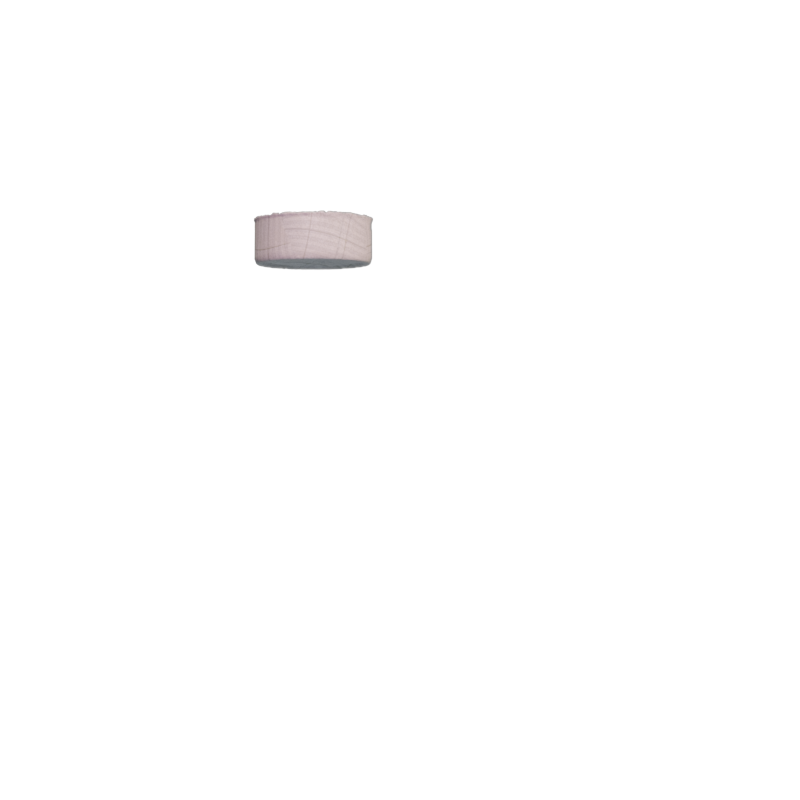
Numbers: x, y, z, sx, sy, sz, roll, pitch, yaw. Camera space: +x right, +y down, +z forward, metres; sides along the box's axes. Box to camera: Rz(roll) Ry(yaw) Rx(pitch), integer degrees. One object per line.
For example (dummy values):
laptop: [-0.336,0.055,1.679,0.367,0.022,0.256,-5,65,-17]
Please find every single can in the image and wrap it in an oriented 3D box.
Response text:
can: [-0.062,-0.114,0.797,0.086,0.034,0.085,0,1,-2]
